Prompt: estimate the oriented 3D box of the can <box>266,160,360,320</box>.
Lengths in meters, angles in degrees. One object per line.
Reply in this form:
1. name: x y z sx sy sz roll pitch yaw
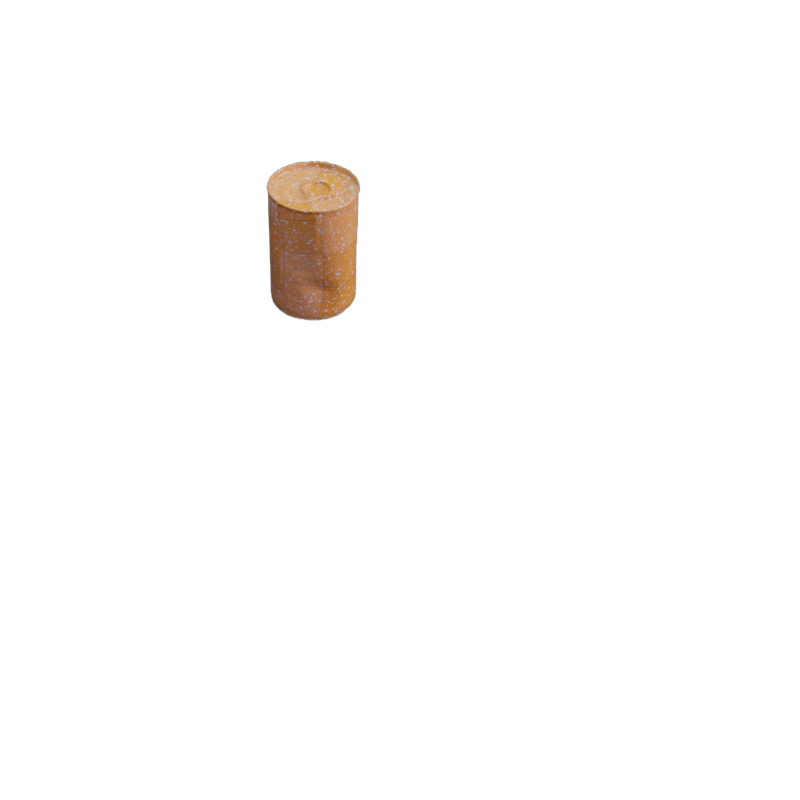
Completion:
1. can: -0.065 -0.119 0.835 0.068 0.095 0.073 0 39 -3
